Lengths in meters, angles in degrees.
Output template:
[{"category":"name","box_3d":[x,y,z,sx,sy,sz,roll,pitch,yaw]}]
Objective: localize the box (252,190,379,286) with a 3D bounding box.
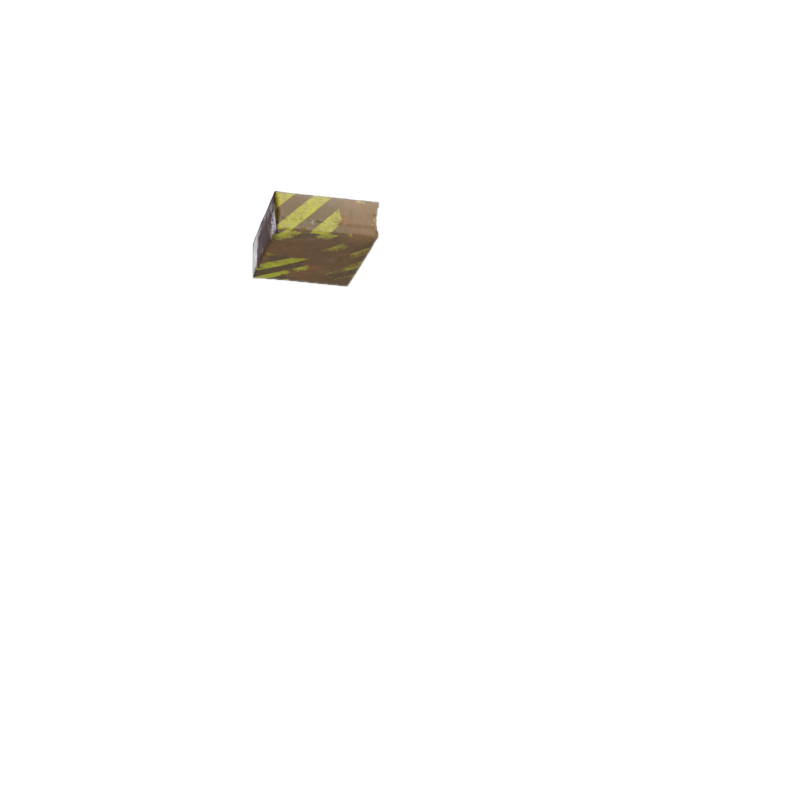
[{"category":"box","box_3d":[-0.075,-0.136,0.953,0.088,0.041,0.111,4,-17,-15]}]
